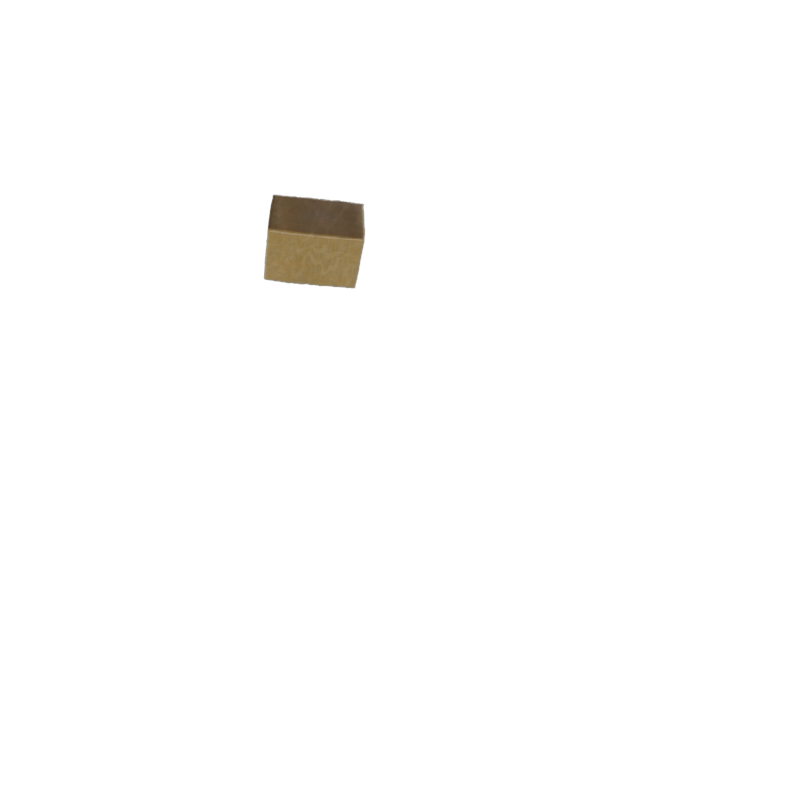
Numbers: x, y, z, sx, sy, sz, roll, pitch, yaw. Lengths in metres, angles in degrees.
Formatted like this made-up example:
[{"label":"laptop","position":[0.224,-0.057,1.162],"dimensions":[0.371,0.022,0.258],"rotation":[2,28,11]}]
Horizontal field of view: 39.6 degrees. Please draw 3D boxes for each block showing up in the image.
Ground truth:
[{"label":"block","position":[-0.070,-0.129,0.901],"dimensions":[0.077,0.050,0.055],"rotation":[6,39,-6]}]
